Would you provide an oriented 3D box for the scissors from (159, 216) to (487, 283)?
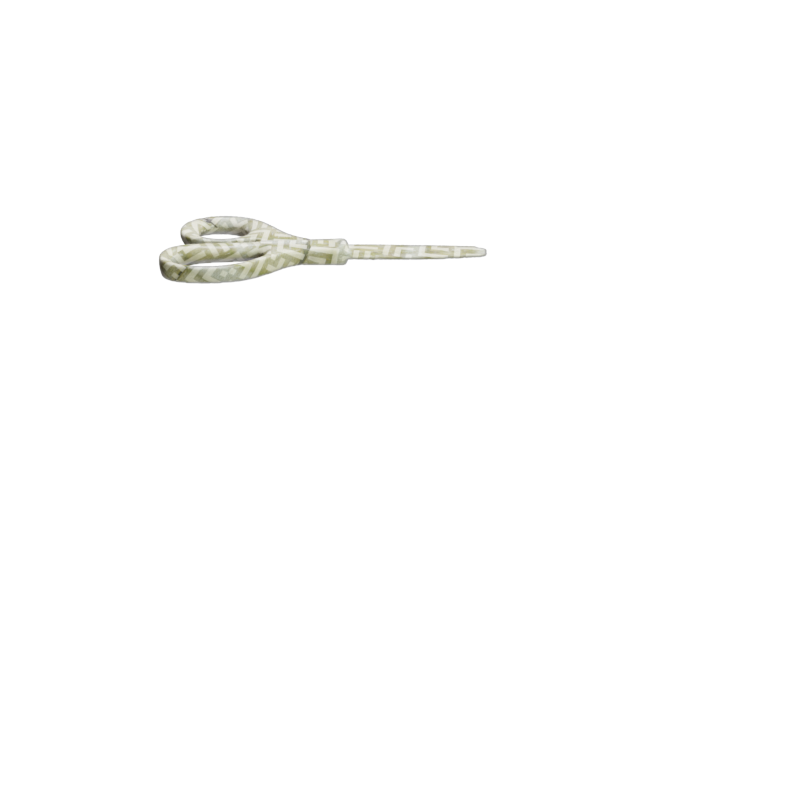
[{"bbox_3d":[-0.056,-0.102,0.714,0.199,0.015,0.103,-8,30,-14],"label":"scissors"}]
